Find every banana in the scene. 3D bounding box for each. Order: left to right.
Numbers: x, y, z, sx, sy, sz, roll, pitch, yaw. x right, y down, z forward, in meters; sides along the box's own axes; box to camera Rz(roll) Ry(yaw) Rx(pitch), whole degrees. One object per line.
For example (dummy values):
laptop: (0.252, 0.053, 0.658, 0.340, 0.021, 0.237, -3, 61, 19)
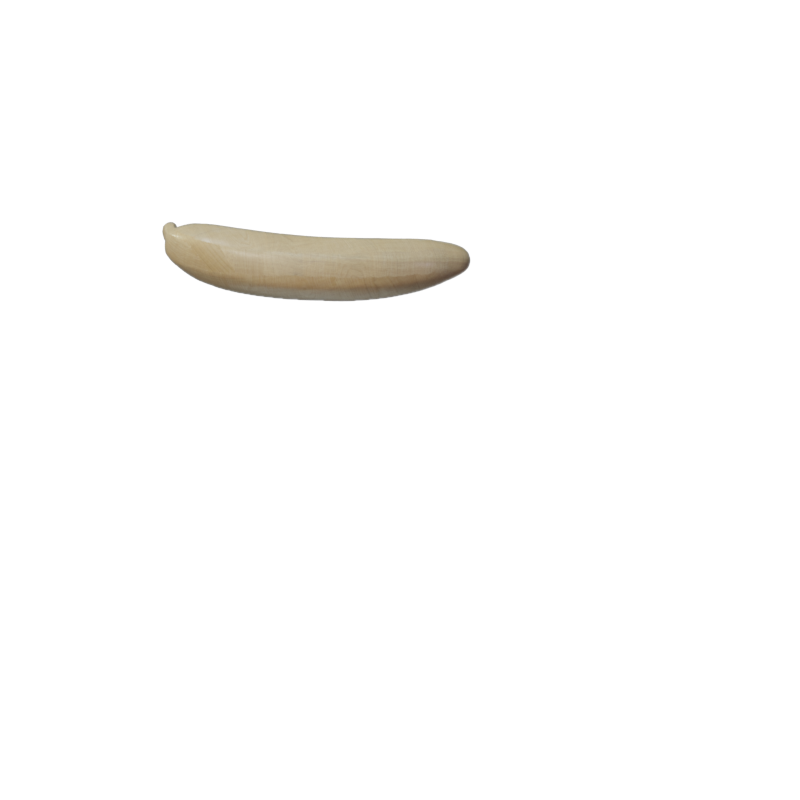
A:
banana: (-0.060, -0.086, 0.662, 0.202, 0.034, 0.073, 8, 35, 12)
